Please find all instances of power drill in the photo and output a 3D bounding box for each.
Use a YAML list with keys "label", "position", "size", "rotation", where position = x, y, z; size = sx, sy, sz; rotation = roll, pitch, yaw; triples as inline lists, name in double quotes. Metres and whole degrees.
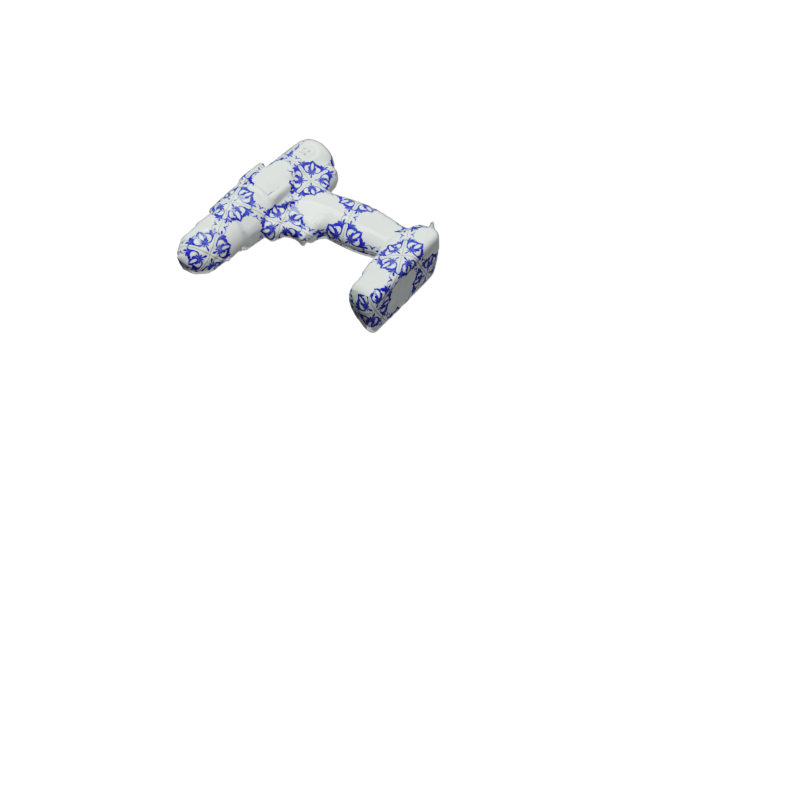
- label: "power drill"
  position: [-0.076, -0.138, 0.968]
  size: [0.198, 0.188, 0.053]
  rotation: [33, -31, 22]
